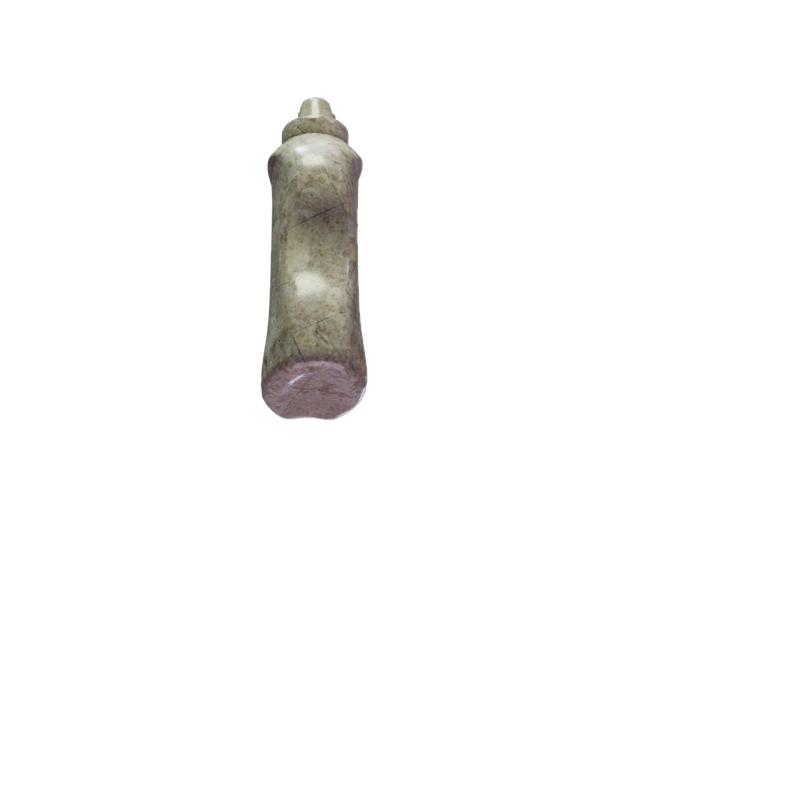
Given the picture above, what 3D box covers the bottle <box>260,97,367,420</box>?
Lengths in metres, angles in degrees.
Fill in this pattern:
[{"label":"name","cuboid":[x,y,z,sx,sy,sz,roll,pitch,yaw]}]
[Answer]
[{"label":"bottle","cuboid":[-0.050,-0.092,0.645,0.058,0.203,0.091,0,-25,-5]}]
